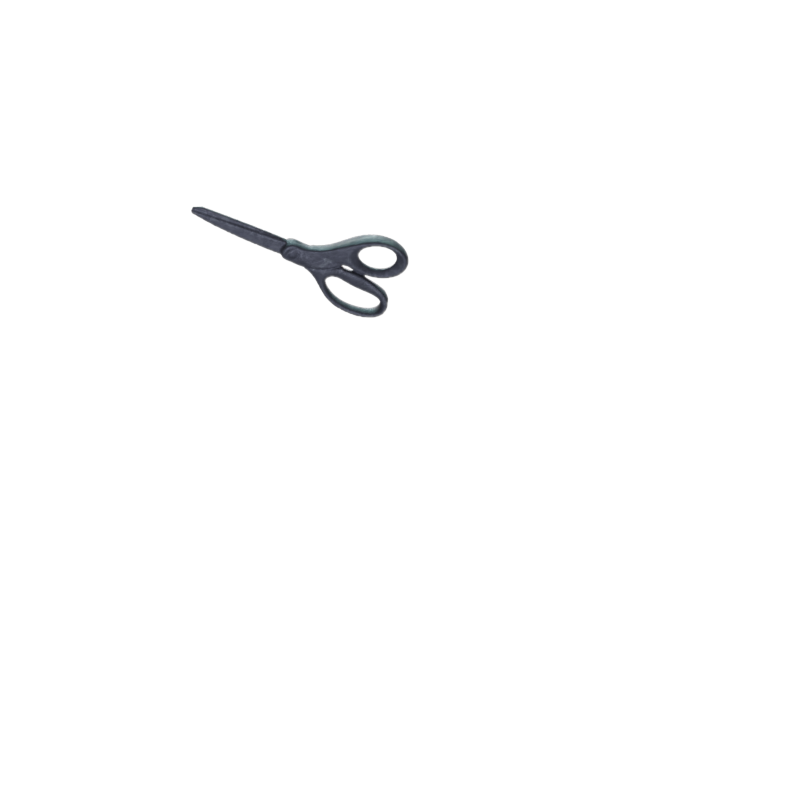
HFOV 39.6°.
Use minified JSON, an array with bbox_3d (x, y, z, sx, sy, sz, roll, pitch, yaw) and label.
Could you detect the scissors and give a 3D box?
[{"bbox_3d":[-0.077,-0.140,0.977,0.191,0.017,0.095,35,-59,-26],"label":"scissors"}]
